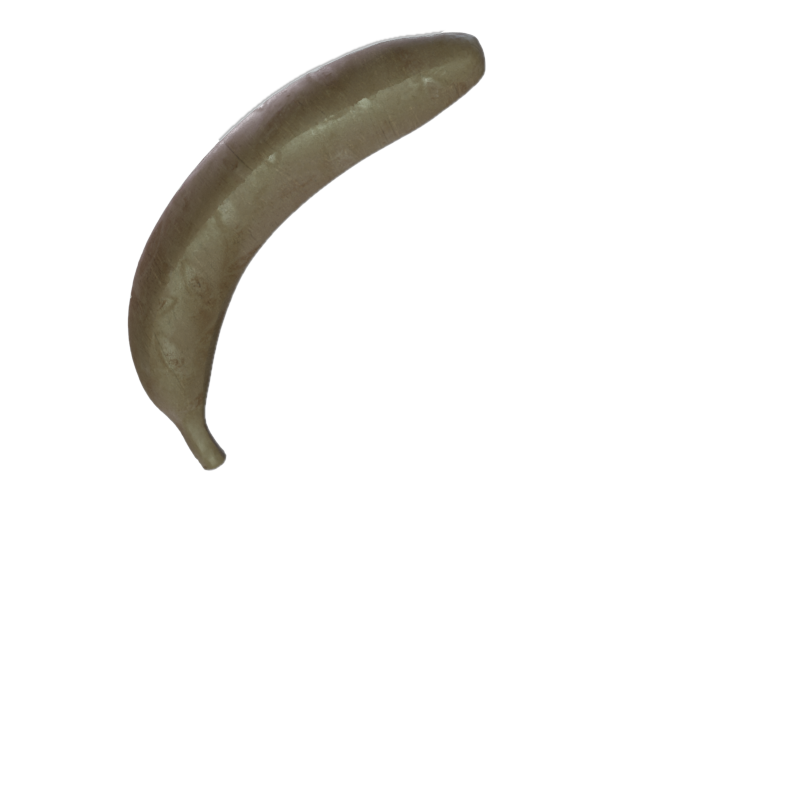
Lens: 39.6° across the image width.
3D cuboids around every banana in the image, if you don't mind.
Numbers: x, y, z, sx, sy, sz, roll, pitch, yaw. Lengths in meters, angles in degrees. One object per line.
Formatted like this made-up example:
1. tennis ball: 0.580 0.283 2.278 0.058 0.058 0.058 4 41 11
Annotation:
1. banana: -0.050 -0.063 0.406 0.067 0.193 0.039 29 25 -16
